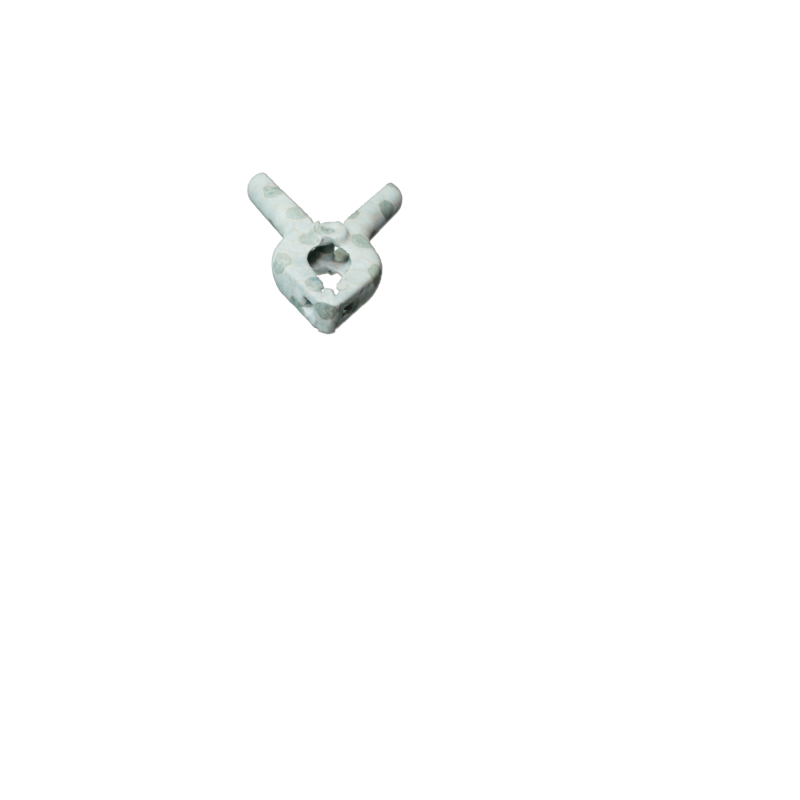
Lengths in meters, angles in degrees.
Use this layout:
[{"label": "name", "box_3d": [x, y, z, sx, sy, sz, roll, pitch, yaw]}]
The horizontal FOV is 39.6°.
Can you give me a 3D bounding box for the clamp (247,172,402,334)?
[{"label": "clamp", "box_3d": [-0.064, -0.116, 0.815, 0.121, 0.037, 0.182, 4, 38, 4]}]
